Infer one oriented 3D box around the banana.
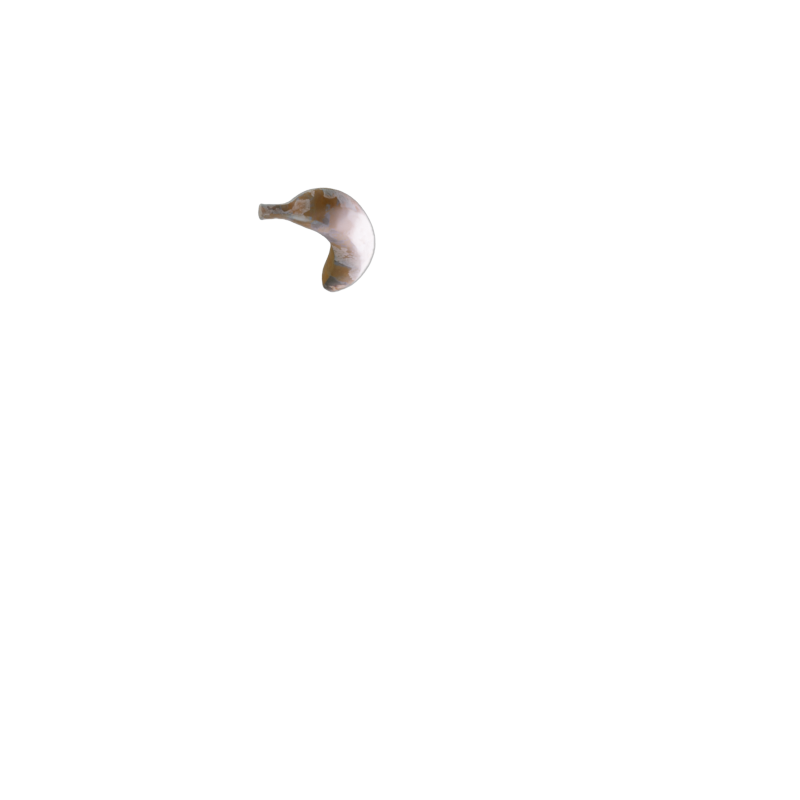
[{"bbox_3d":[-0.054,-0.133,0.906,0.071,0.038,0.187,-4,-15,12],"label":"banana"}]
